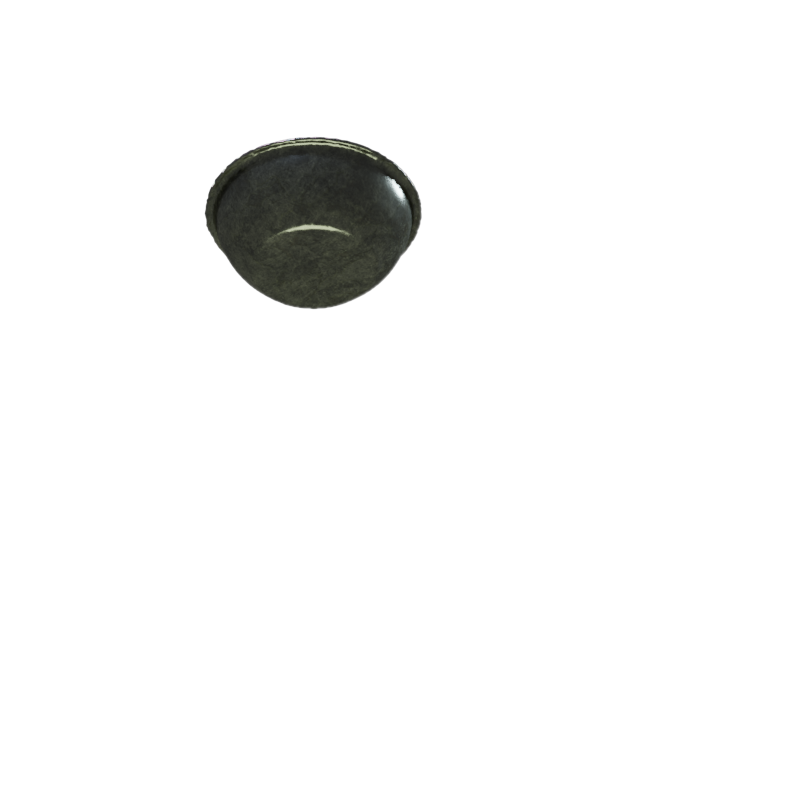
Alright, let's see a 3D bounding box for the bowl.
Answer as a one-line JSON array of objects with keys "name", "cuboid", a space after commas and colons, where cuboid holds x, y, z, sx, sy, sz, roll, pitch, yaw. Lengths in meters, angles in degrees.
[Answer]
[{"name": "bowl", "cuboid": [-0.063, -0.116, 0.811, 0.162, 0.059, 0.151, 1, -38, -2]}]
